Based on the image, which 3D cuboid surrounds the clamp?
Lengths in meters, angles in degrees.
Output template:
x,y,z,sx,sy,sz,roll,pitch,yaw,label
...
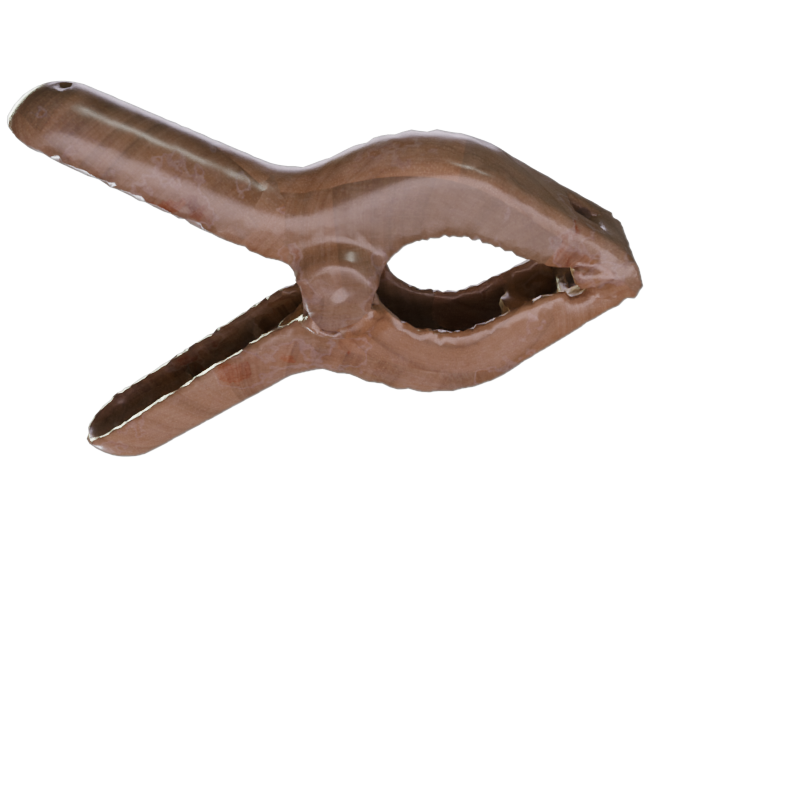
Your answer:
x,y,z,sx,sy,sz,roll,pitch,yaw,label
-0.024,-0.044,0.308,0.172,0.111,0.042,-11,37,8,clamp
